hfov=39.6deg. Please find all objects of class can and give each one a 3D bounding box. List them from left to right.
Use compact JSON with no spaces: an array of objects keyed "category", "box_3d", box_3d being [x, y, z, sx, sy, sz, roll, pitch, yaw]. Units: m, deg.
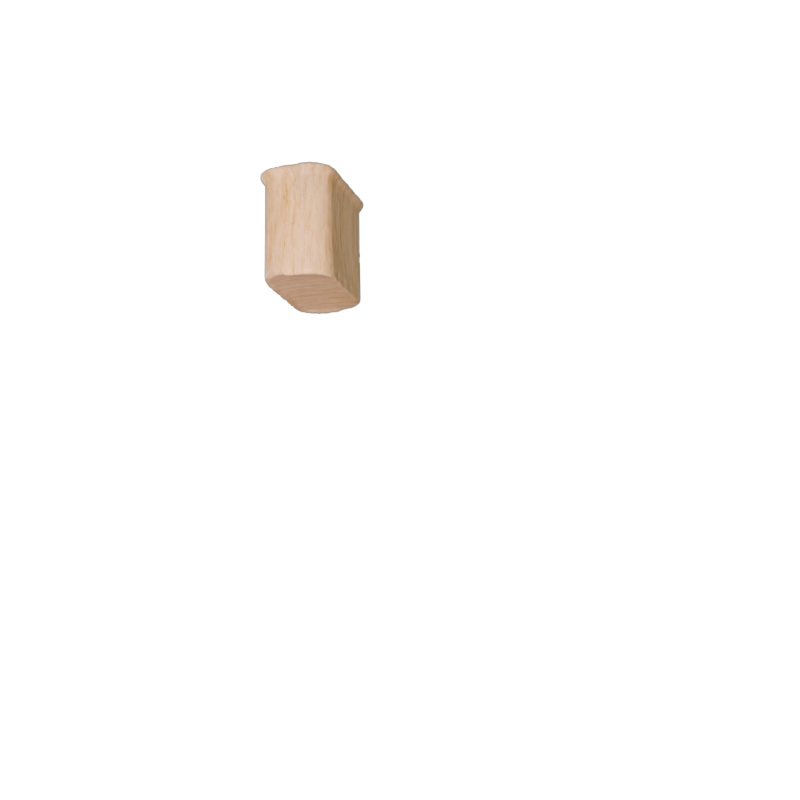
[{"category":"can","box_3d":[-0.065,-0.118,0.825,0.058,0.088,0.096,-6,-17,16]}]
